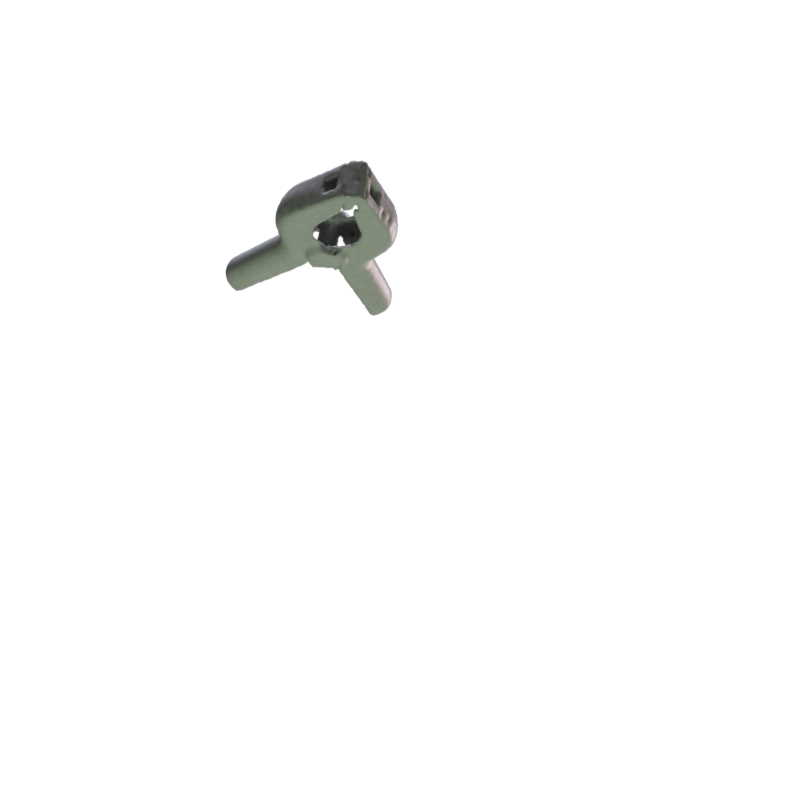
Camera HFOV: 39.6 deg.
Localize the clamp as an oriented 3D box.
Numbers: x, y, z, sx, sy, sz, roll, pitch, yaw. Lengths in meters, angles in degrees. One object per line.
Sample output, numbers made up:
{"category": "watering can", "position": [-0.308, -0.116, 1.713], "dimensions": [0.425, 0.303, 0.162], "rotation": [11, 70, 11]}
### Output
{"category": "clamp", "position": [-0.058, -0.106, 0.742], "dimensions": [0.119, 0.042, 0.162], "rotation": [2, -25, -5]}
